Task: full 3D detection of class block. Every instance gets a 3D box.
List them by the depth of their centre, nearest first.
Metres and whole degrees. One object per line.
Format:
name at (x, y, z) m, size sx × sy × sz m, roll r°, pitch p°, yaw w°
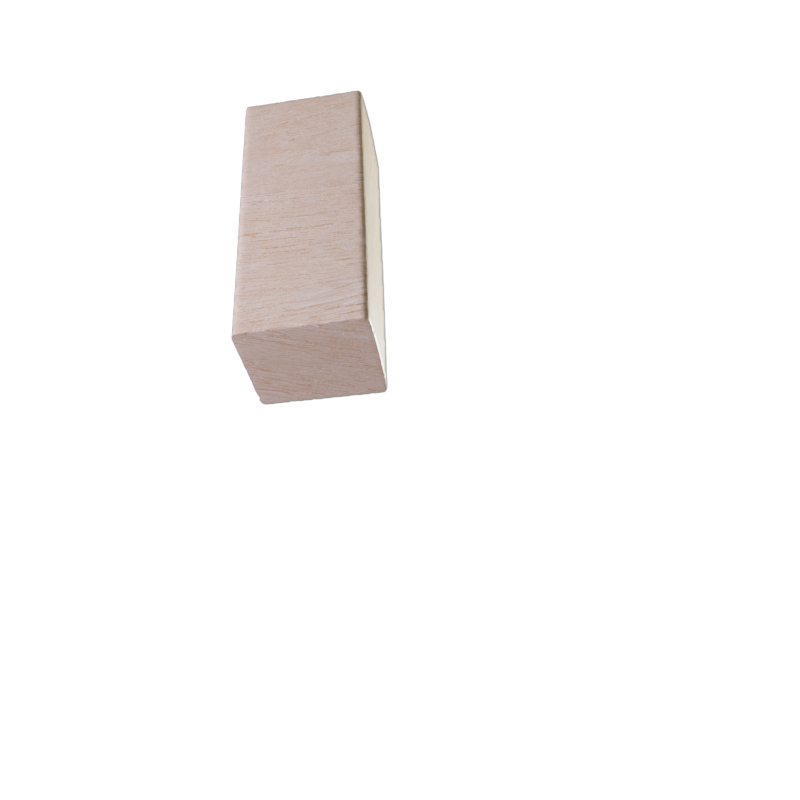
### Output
block at (-0.061, -0.112, 0.787) m, size 0.091 × 0.221 × 0.083 m, roll -7°, pitch -36°, yaw 6°
